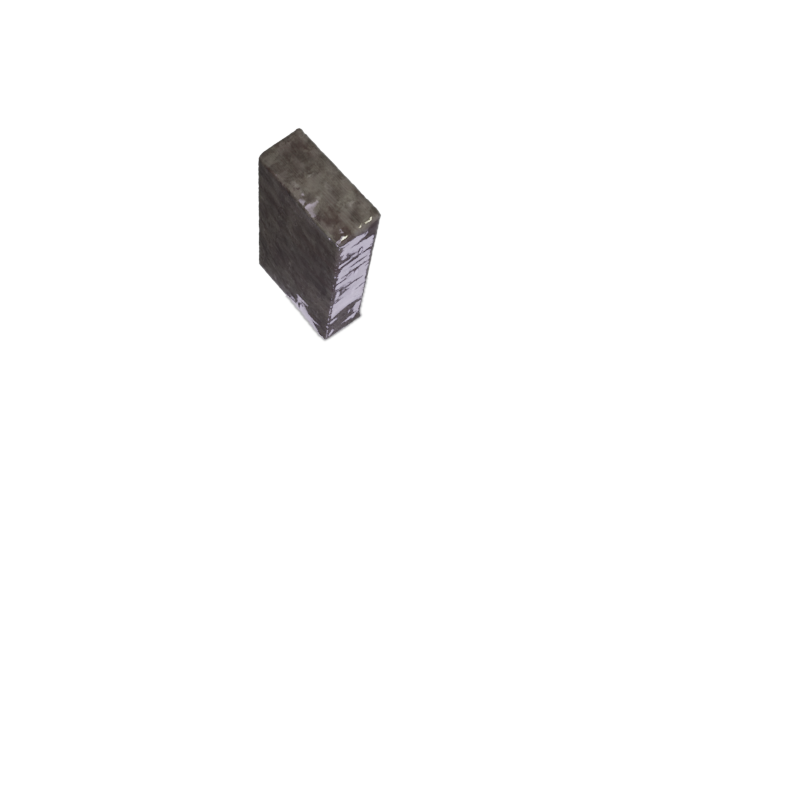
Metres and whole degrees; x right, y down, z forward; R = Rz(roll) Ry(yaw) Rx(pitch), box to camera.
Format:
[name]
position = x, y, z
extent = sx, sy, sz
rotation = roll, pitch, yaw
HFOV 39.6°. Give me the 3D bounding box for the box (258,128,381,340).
[box]
position = -0.066, -0.120, 0.840
extent = 0.048, 0.098, 0.168
rotation = -37, -14, -15
